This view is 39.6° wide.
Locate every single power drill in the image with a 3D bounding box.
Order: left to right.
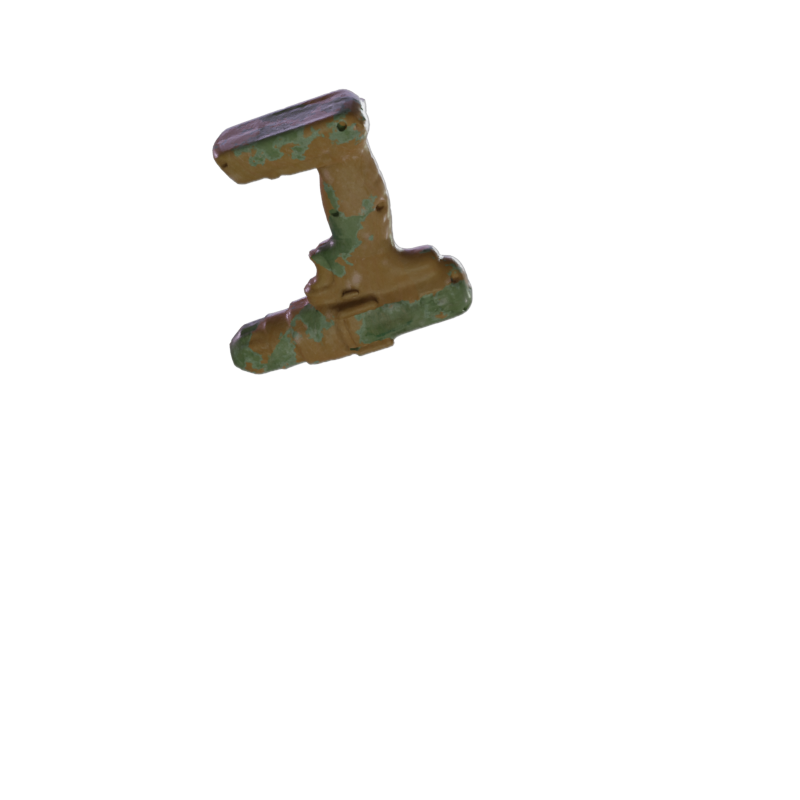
[{"bbox_3d":[-0.061,-0.111,0.778,0.185,0.175,0.061,-18,30,10],"label":"power drill"}]
